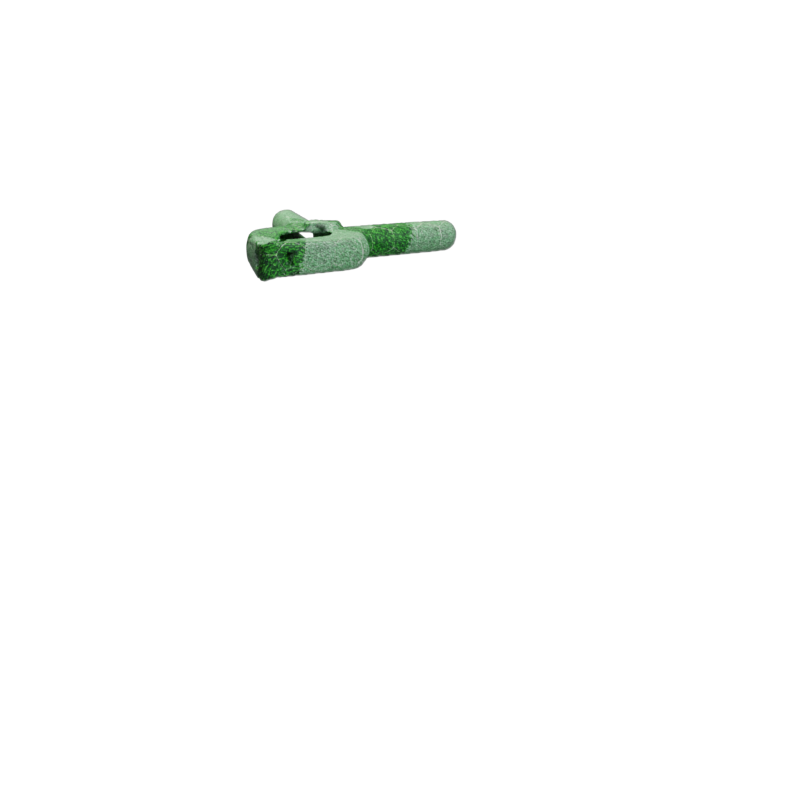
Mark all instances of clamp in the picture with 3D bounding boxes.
[{"bbox_3d":[-0.069,-0.125,0.878,0.171,0.035,0.208,8,18,26],"label":"clamp"}]
